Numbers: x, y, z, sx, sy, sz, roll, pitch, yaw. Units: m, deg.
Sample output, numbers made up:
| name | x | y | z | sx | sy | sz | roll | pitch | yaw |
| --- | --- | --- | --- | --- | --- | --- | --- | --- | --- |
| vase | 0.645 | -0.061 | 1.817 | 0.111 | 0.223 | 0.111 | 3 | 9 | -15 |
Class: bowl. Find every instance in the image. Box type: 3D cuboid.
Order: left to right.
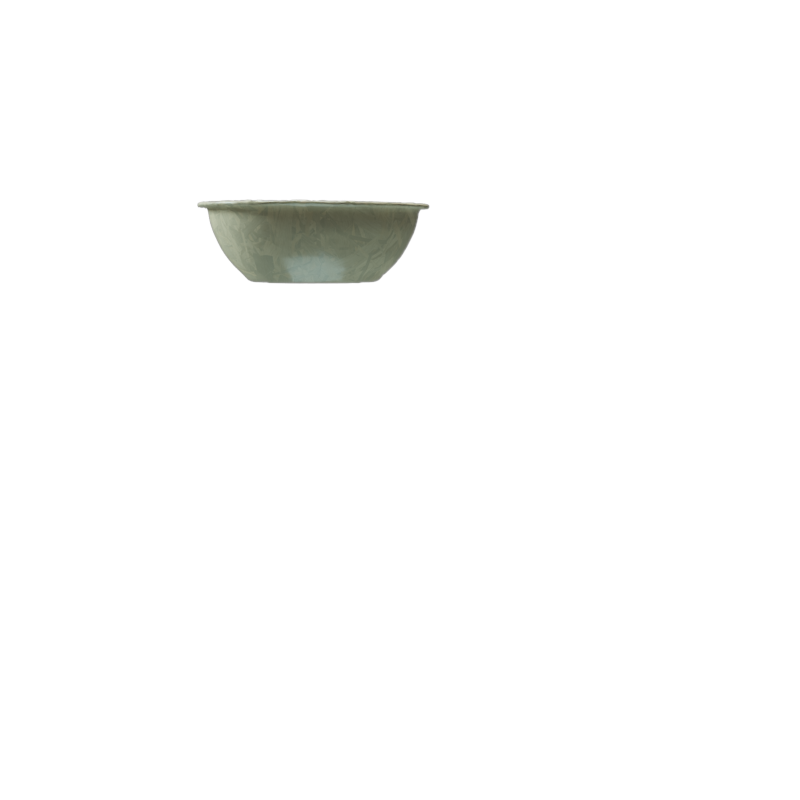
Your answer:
| name | x | y | z | sx | sy | sz | roll | pitch | yaw |
| --- | --- | --- | --- | --- | --- | --- | --- | --- | --- |
| bowl | -0.060 | -0.110 | 0.772 | 0.162 | 0.055 | 0.164 | 0 | 7 | -2 |
